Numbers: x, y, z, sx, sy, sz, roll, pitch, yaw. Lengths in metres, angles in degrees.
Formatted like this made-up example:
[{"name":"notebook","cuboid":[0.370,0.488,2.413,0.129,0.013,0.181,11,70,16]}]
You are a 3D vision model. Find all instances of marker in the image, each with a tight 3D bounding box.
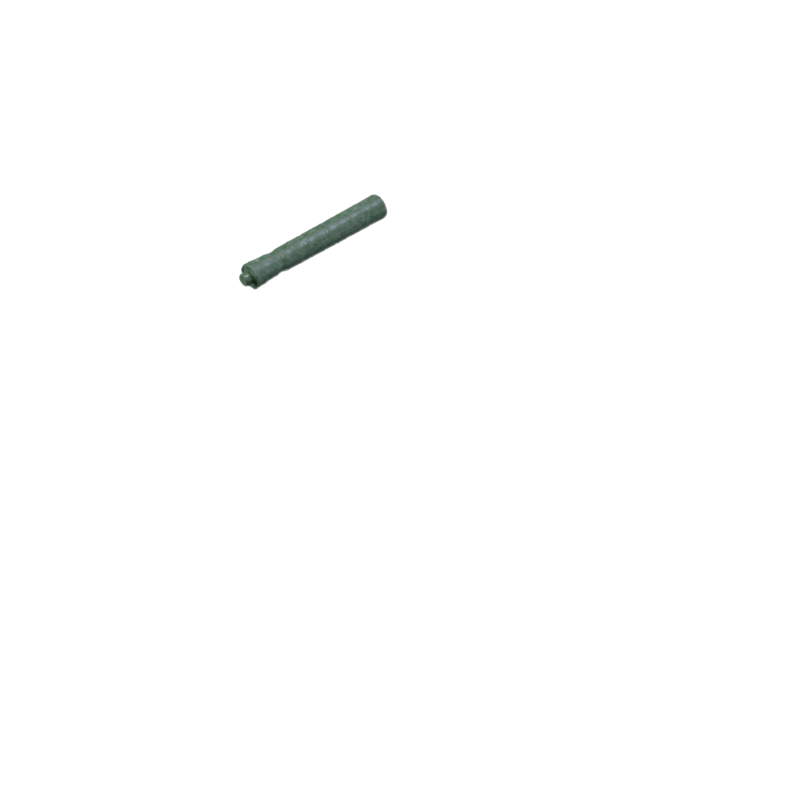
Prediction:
[{"name":"marker","cuboid":[-0.059,-0.108,0.759,0.121,0.019,0.021,-33,21,-28]}]
